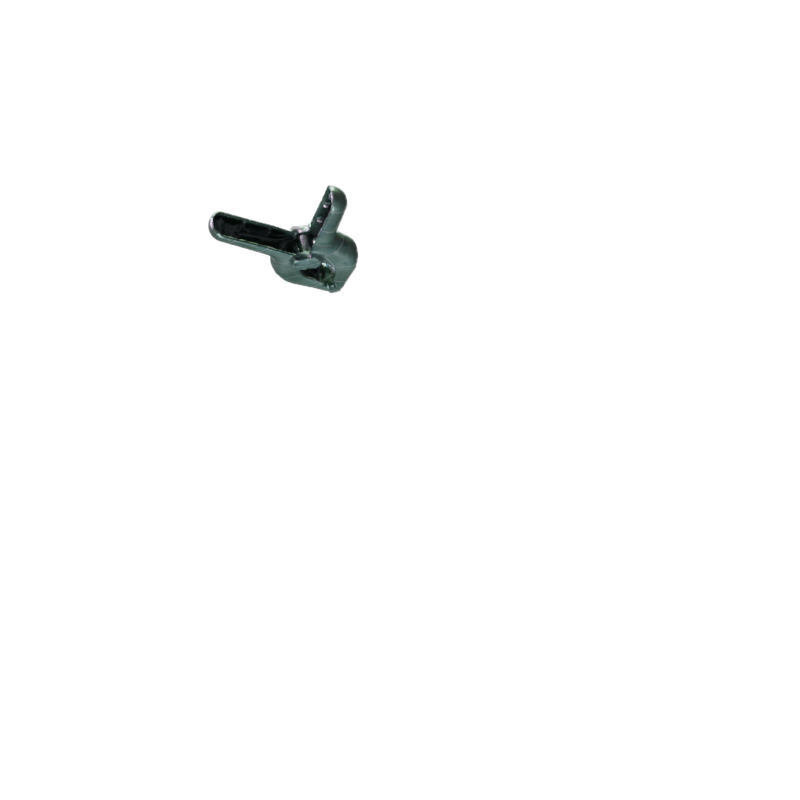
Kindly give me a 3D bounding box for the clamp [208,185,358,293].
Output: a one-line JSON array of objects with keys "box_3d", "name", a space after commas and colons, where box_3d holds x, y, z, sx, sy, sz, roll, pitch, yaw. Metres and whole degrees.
[{"box_3d": [-0.076, -0.139, 0.974, 0.123, 0.041, 0.161, -7, -16, 25], "name": "clamp"}]
